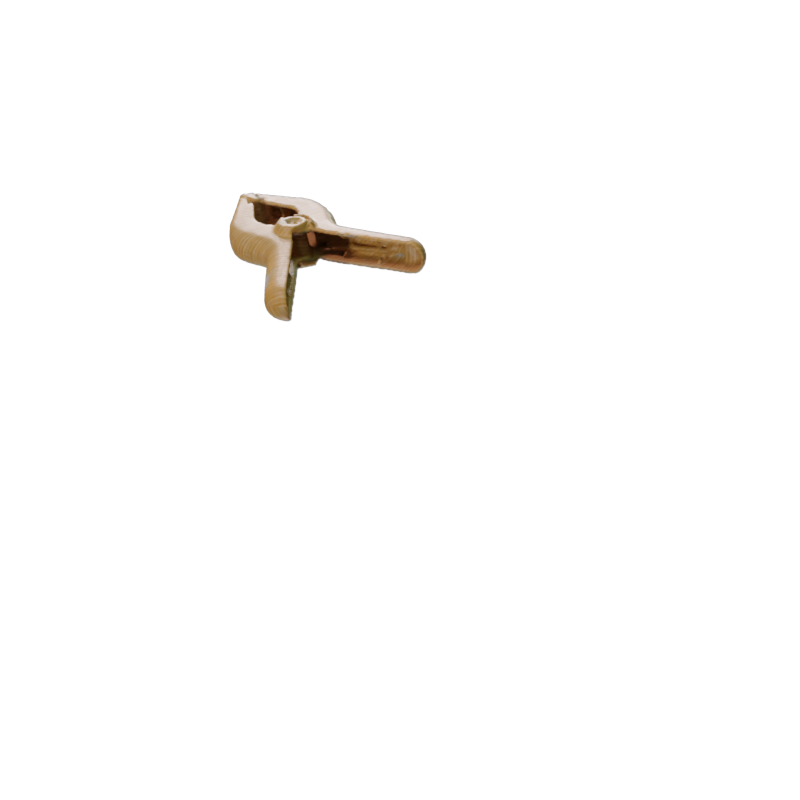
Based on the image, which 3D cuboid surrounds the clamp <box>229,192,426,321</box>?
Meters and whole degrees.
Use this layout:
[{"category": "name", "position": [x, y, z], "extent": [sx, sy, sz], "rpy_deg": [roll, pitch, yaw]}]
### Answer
[{"category": "clamp", "position": [-0.063, -0.114, 0.800], "extent": [0.118, 0.037, 0.185], "rpy_deg": [-12, 34, -19]}]
